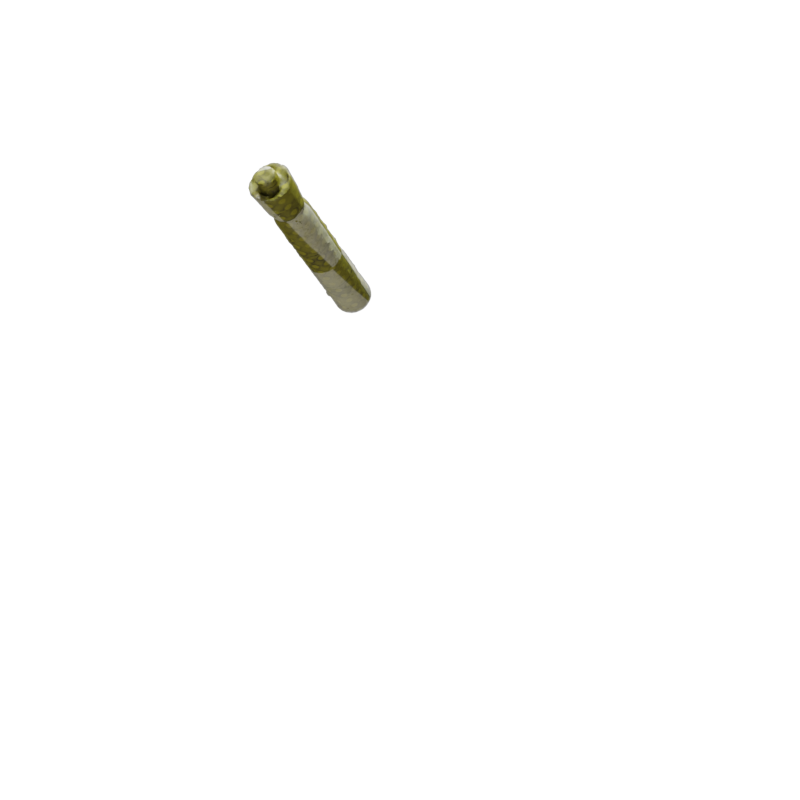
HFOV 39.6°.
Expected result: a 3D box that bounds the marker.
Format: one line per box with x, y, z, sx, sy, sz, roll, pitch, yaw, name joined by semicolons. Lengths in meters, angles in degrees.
-0.039;-0.072;0.504;0.020;0.021;0.113;2;-20;19;marker
